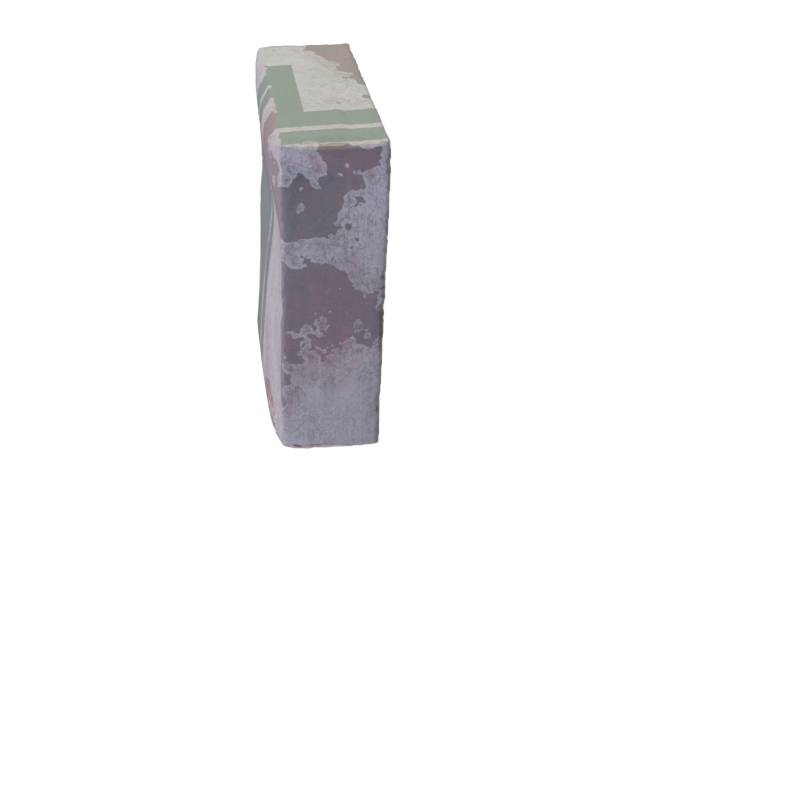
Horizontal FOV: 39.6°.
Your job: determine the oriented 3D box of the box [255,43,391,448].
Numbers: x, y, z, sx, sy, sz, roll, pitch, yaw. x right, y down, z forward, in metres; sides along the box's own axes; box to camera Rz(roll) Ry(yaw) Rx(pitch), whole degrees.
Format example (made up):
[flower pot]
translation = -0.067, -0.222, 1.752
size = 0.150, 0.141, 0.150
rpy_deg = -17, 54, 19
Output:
[box]
translation = -0.056, -0.103, 0.719
size = 0.071, 0.201, 0.176
rpy_deg = -3, 33, -10
